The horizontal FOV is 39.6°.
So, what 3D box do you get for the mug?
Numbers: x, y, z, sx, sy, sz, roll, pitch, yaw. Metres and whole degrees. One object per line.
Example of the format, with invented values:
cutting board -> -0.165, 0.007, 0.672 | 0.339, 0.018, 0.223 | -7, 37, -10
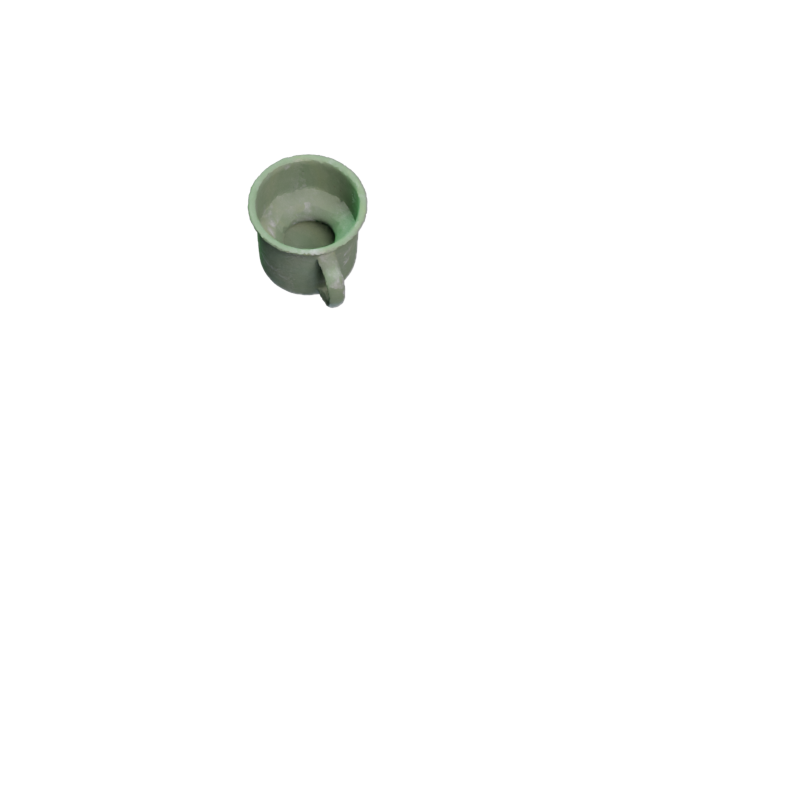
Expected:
mug -> -0.069, -0.126, 0.886 | 0.093, 0.125, 0.077 | -20, -26, -12
